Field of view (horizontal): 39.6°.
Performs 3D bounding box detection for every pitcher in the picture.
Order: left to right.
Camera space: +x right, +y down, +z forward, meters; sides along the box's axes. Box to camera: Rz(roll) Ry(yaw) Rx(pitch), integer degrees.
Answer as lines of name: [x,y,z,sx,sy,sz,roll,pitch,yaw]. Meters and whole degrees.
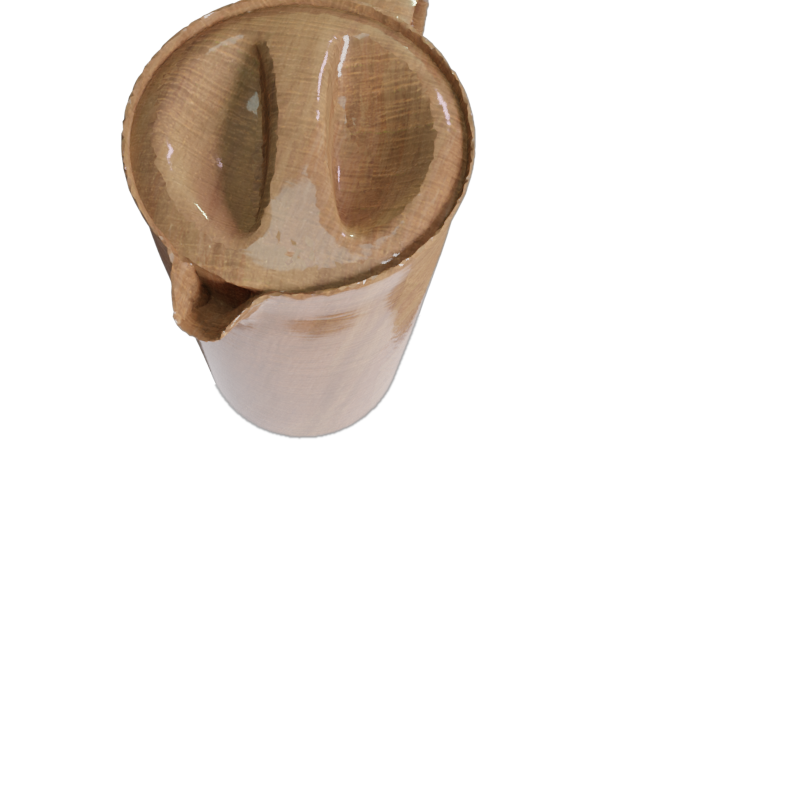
pitcher: [-0.041,-0.075,0.522,0.148,0.153,0.231,-18,-18,-10]
